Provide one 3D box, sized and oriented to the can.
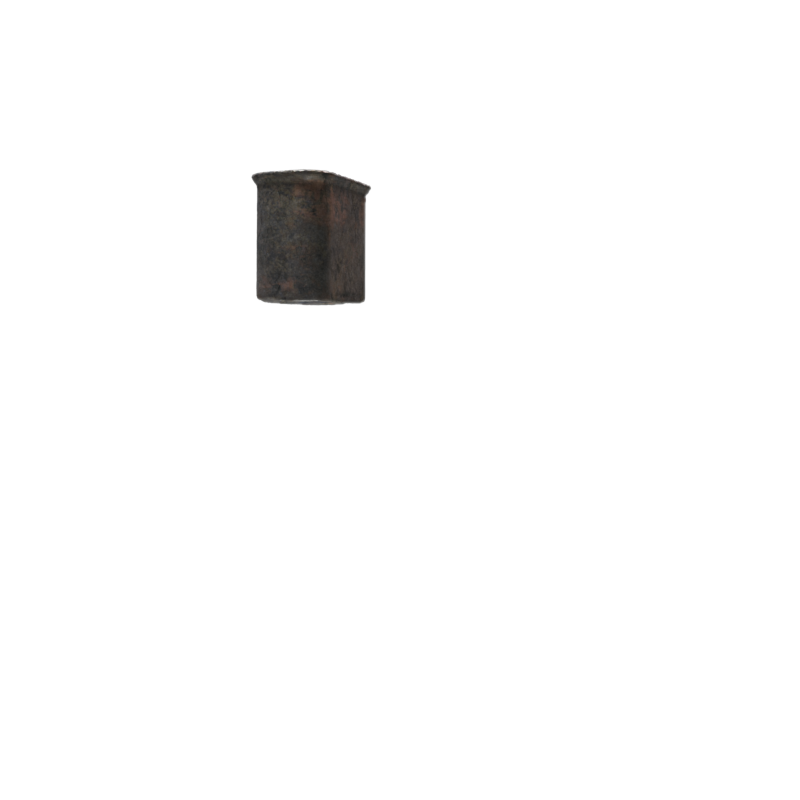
[{"bbox_3d":[-0.059,-0.107,0.749,0.059,0.084,0.099,-1,0,20],"label":"can"}]
